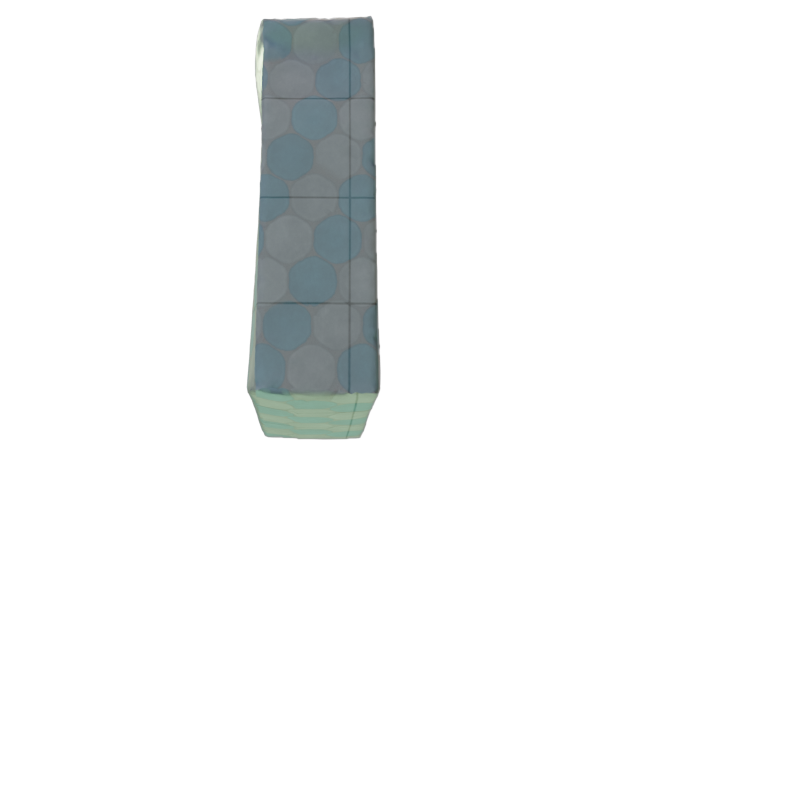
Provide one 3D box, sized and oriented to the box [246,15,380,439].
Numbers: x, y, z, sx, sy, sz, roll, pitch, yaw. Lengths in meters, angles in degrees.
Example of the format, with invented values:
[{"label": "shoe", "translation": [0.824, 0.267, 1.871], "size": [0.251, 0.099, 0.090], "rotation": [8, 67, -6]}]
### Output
[{"label": "box", "translation": [-0.051, -0.094, 0.655], "size": [0.072, 0.222, 0.159], "rotation": [0, -14, -4]}]
